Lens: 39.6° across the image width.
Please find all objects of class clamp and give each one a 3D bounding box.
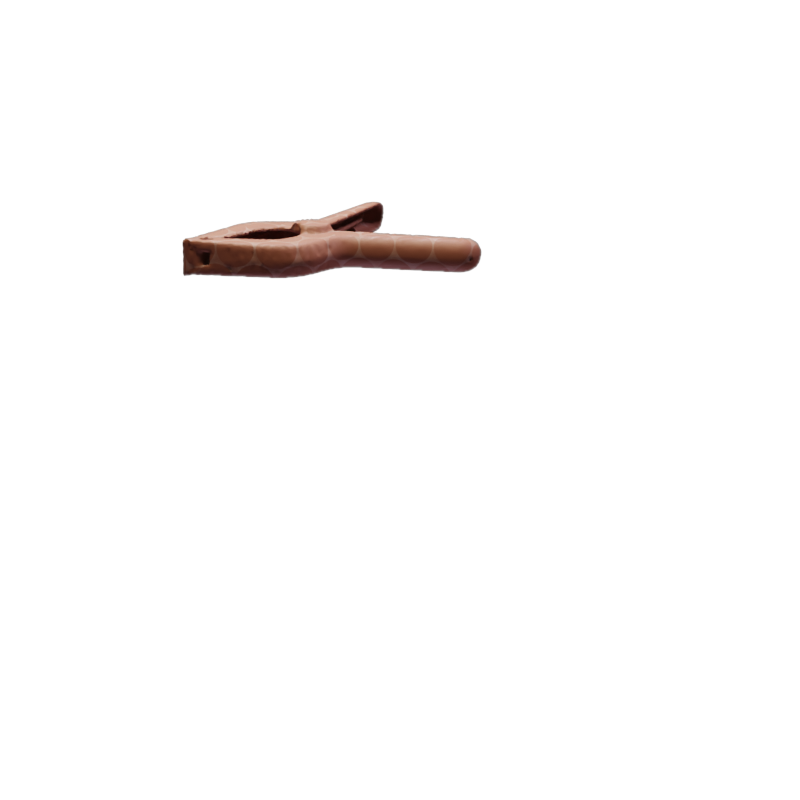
[{"bbox_3d":[-0.066,-0.121,0.848,0.206,0.035,0.174,-7,21,-18],"label":"clamp"}]
